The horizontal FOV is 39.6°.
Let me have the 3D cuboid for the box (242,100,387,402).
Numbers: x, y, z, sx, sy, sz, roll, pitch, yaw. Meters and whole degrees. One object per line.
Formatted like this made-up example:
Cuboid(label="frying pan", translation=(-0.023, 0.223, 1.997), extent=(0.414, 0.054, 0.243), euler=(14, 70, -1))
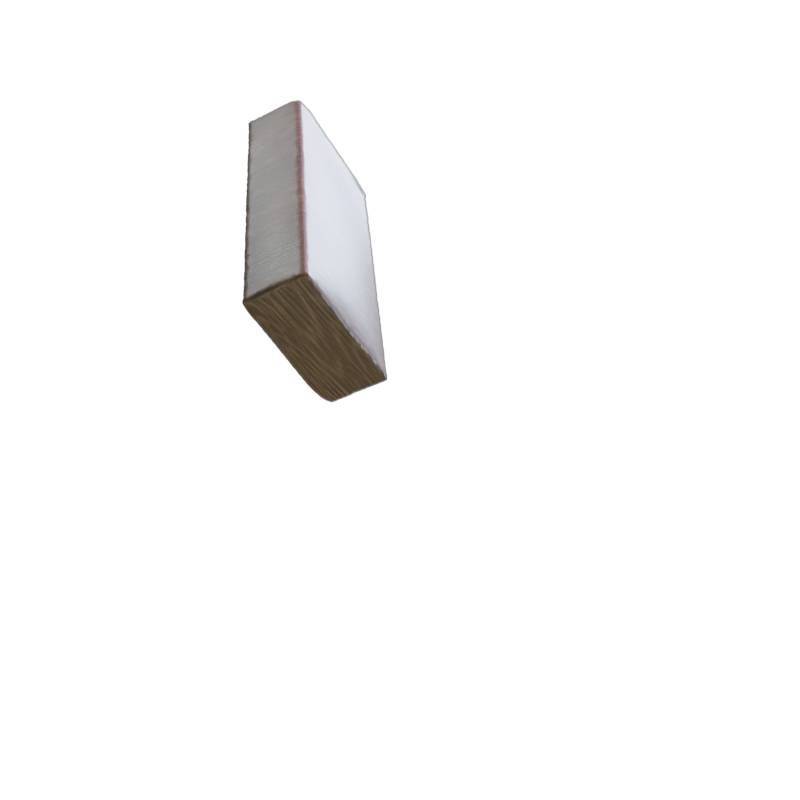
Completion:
Cuboid(label="box", translation=(-0.051, -0.094, 0.656), extent=(0.048, 0.189, 0.086), euler=(-23, -49, 18))
